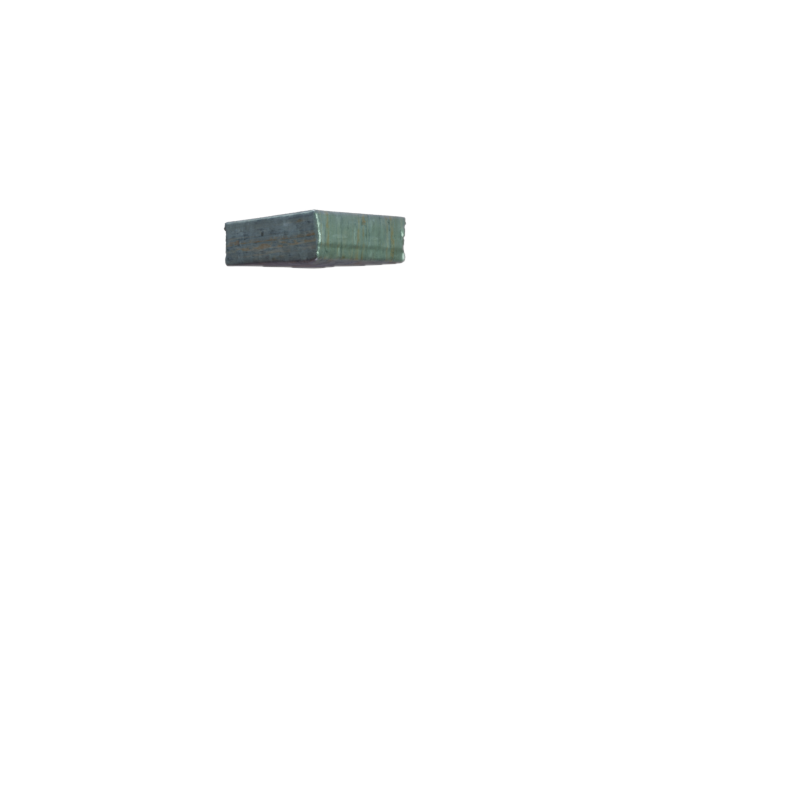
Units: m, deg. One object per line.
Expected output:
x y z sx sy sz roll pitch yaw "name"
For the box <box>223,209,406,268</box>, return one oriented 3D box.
-0.066 -0.119 0.836 0.086 0.039 0.118 -4 6 -41 "box"
